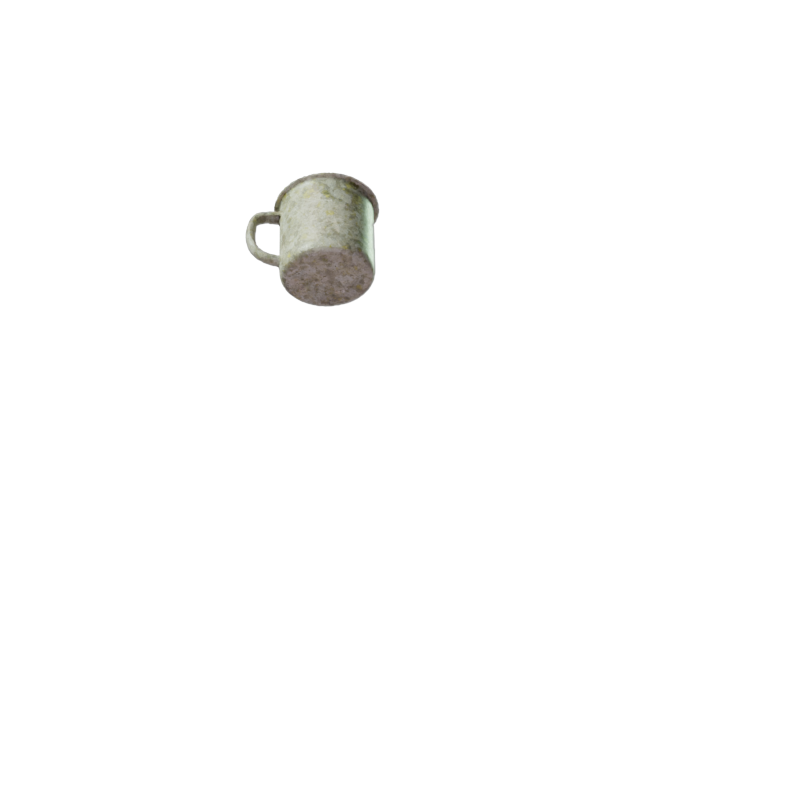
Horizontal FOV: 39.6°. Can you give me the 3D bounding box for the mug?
[{"bbox_3d":[-0.075,-0.136,0.956,0.116,0.087,0.088,6,-39,-9],"label":"mug"}]
